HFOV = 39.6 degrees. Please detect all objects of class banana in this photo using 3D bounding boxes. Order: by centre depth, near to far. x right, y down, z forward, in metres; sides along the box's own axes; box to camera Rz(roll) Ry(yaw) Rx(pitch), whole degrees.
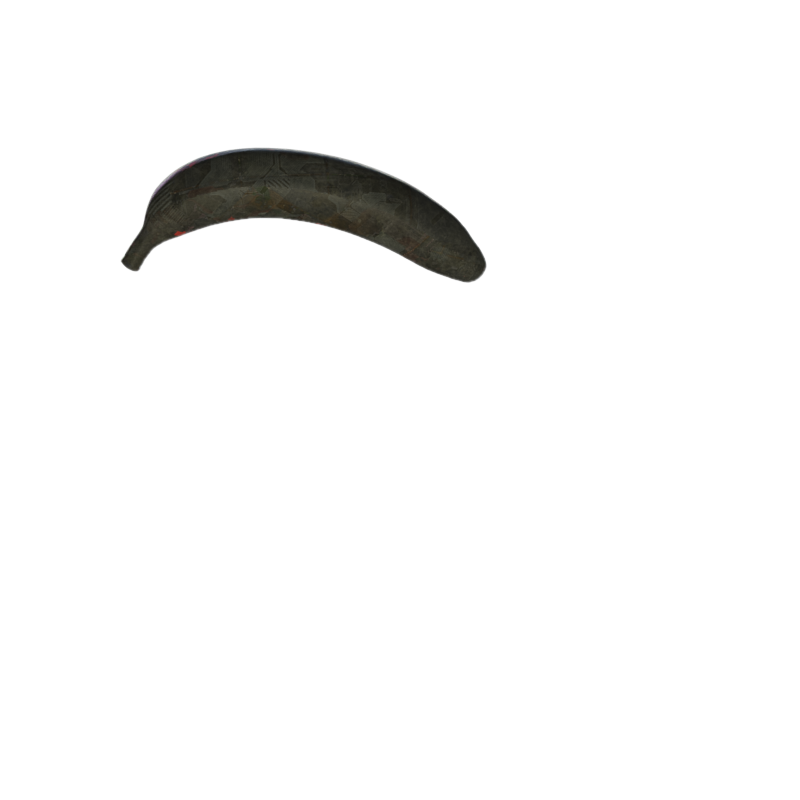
[{"bbox_3d":[-0.049,-0.101,0.594,0.197,0.065,0.039,3,34,-2],"label":"banana"}]
